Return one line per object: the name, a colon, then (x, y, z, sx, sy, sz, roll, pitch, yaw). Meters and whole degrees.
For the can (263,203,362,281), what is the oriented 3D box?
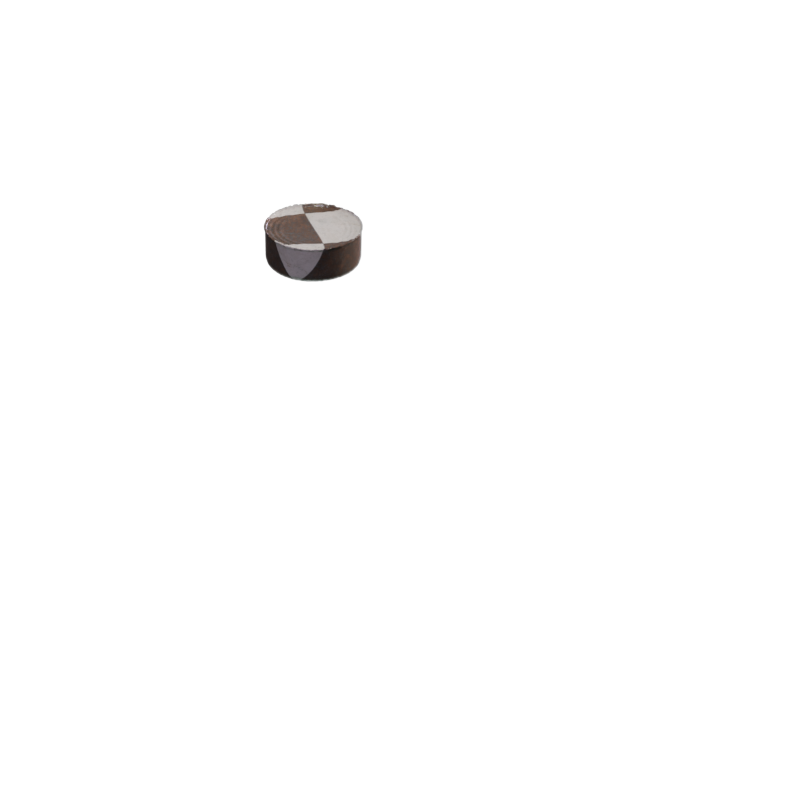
can: (-0.076, -0.138, 0.970, 0.086, 0.031, 0.092, -1, 34, -2)
